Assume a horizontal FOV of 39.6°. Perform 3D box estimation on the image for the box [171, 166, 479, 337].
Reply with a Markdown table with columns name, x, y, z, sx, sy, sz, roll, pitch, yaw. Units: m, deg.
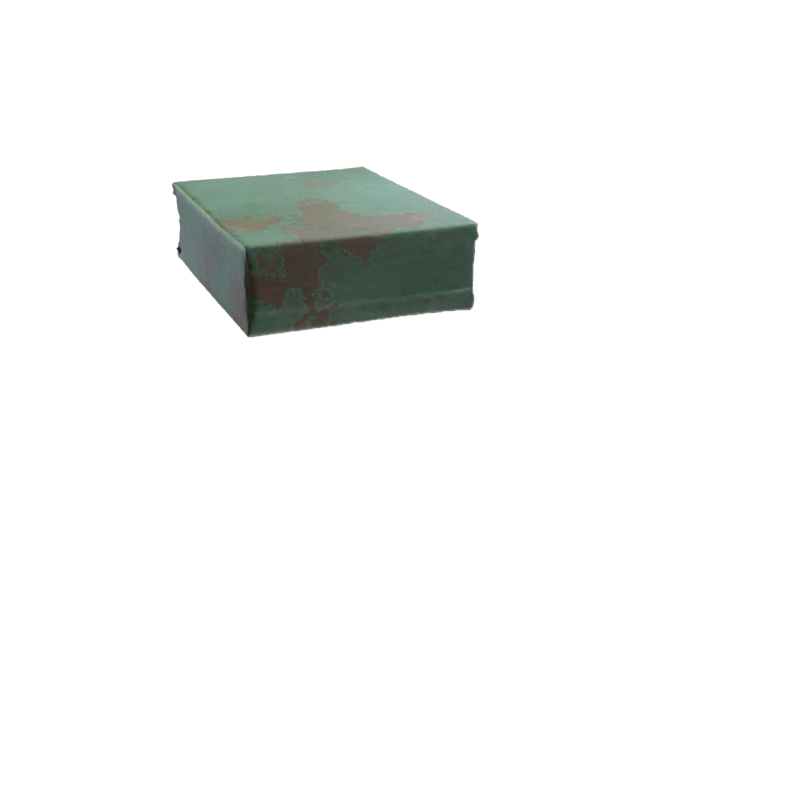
| name | x | y | z | sx | sy | sz | roll | pitch | yaw |
| --- | --- | --- | --- | --- | --- | --- | --- | --- | --- |
| box | -0.034 | -0.063 | 0.441 | 0.088 | 0.037 | 0.120 | -8 | 22 | -21 |
